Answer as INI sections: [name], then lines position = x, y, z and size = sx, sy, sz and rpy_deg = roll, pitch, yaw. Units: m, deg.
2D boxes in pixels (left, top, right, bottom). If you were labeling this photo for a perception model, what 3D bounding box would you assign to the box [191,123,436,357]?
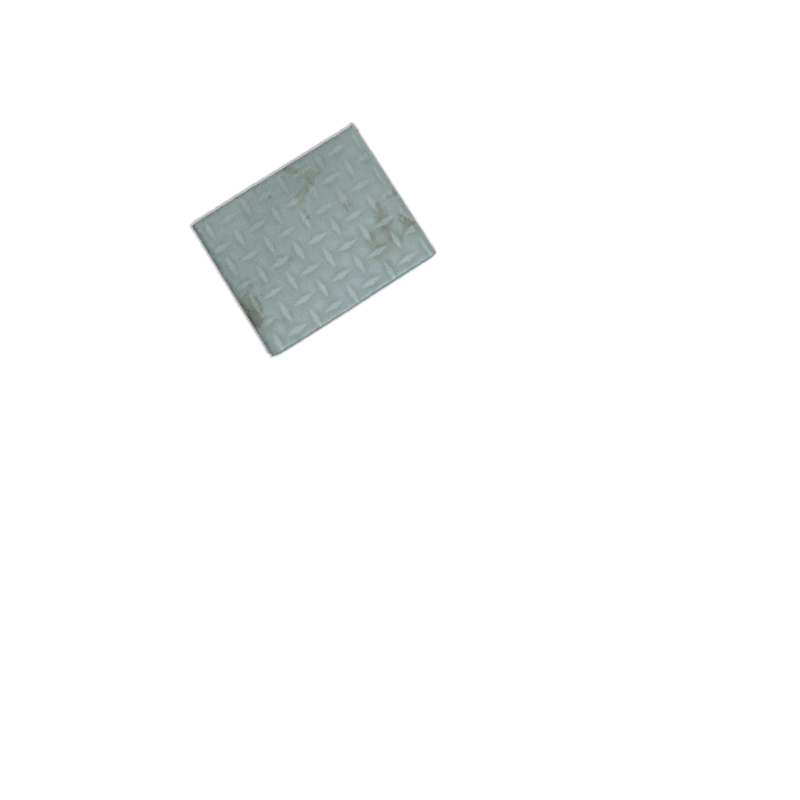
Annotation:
[box]
position = -0.050, -0.092, 0.645
size = 0.113, 0.091, 0.039
rpy_deg = -32, -3, -2
